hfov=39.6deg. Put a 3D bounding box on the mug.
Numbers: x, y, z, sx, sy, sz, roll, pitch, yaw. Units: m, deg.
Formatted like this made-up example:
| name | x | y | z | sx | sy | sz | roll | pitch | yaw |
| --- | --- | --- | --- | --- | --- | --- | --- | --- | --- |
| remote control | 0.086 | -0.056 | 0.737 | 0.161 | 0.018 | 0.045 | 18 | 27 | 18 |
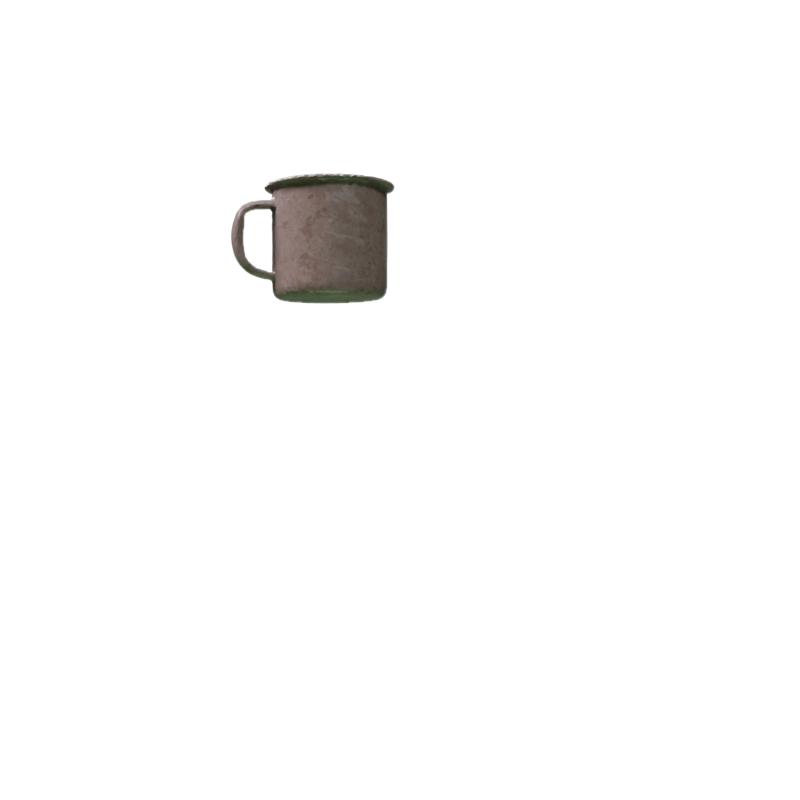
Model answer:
| name | x | y | z | sx | sy | sz | roll | pitch | yaw |
| --- | --- | --- | --- | --- | --- | --- | --- | --- | --- |
| mug | -0.061 | -0.112 | 0.785 | 0.115 | 0.083 | 0.094 | 1 | -4 | -17 |
